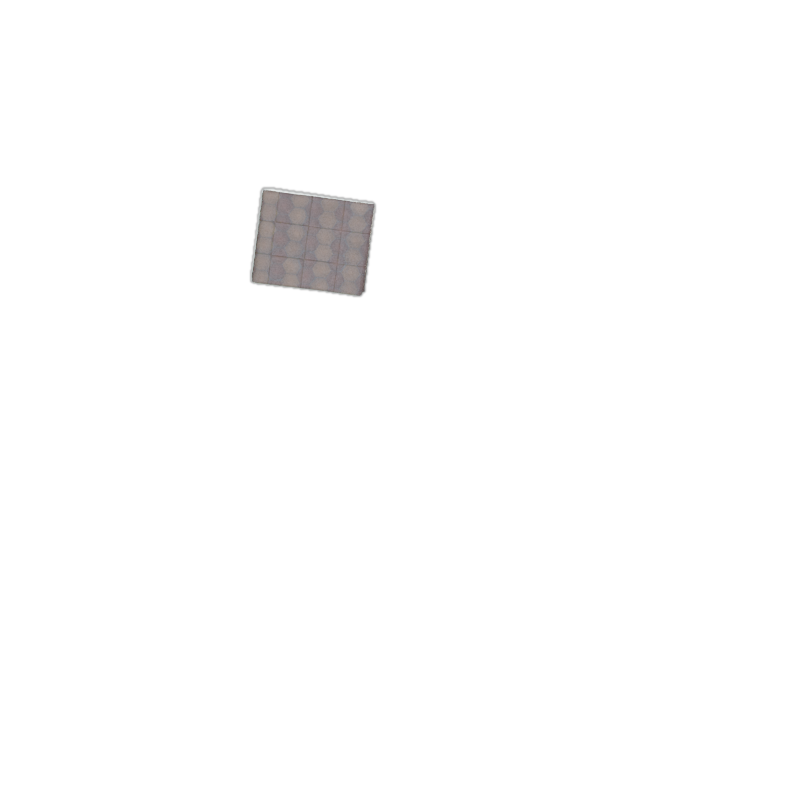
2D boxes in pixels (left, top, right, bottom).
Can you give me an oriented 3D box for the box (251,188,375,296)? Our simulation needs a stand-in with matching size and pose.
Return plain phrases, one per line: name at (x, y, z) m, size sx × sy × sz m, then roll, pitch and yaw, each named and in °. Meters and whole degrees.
box at (-0.067, -0.123, 0.860) m, size 0.089 × 0.072 × 0.031 m, roll 7°, pitch 6°, yaw -1°
